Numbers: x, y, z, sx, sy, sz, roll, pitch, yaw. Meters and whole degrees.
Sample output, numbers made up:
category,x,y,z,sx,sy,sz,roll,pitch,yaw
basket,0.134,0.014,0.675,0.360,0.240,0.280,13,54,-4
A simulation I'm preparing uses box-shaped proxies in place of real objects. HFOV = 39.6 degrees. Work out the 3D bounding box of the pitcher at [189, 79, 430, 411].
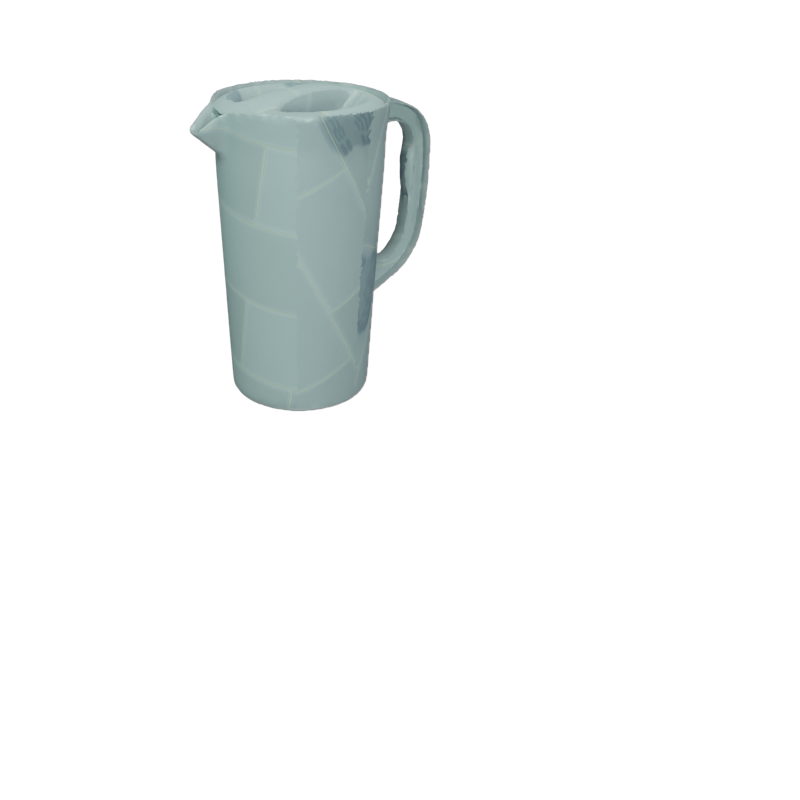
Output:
category,x,y,z,sx,sy,sz,roll,pitch,yaw
pitcher,-0.067,-0.122,0.856,0.154,0.232,0.148,9,24,17
